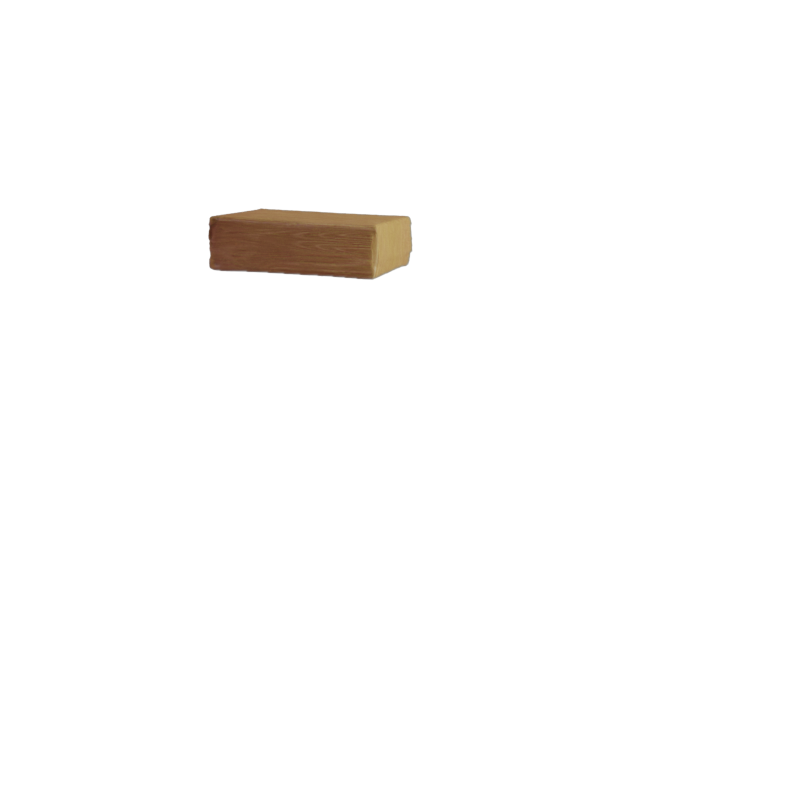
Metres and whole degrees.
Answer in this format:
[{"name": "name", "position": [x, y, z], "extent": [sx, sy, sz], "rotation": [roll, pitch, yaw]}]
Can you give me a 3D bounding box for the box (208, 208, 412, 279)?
[{"name": "box", "position": [-0.057, -0.104, 0.725], "extent": [0.116, 0.038, 0.089], "rotation": [3, 11, 16]}]
